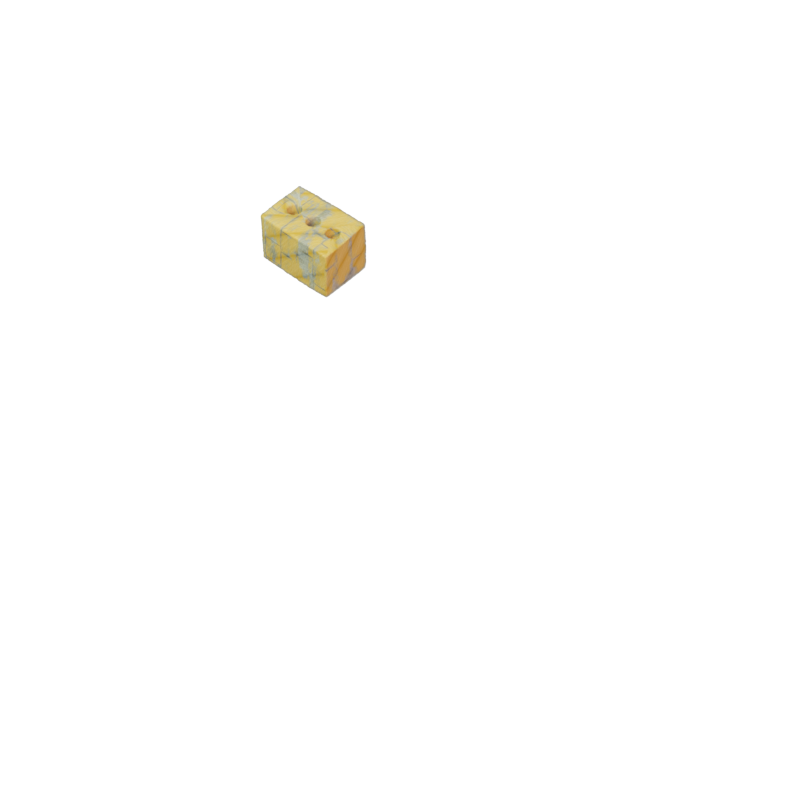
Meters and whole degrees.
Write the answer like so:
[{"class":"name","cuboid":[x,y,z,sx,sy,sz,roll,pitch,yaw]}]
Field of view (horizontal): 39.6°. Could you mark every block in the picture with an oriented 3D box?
[{"class":"block","cuboid":[-0.075,-0.137,0.956,0.082,0.048,0.053,33,55,25]}]
